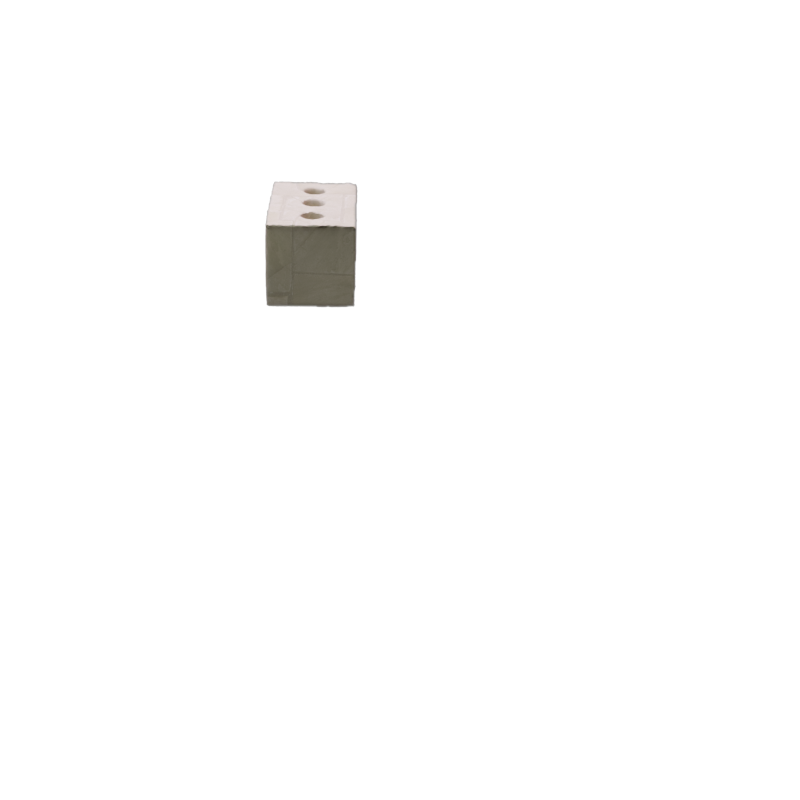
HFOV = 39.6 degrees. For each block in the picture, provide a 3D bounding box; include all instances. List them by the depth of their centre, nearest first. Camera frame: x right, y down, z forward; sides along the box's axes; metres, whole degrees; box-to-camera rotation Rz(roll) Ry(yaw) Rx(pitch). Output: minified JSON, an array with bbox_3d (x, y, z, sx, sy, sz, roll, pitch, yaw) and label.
[{"bbox_3d":[-0.051,-0.094,0.657,0.053,0.049,0.082,0,27,-2],"label":"block"}]
